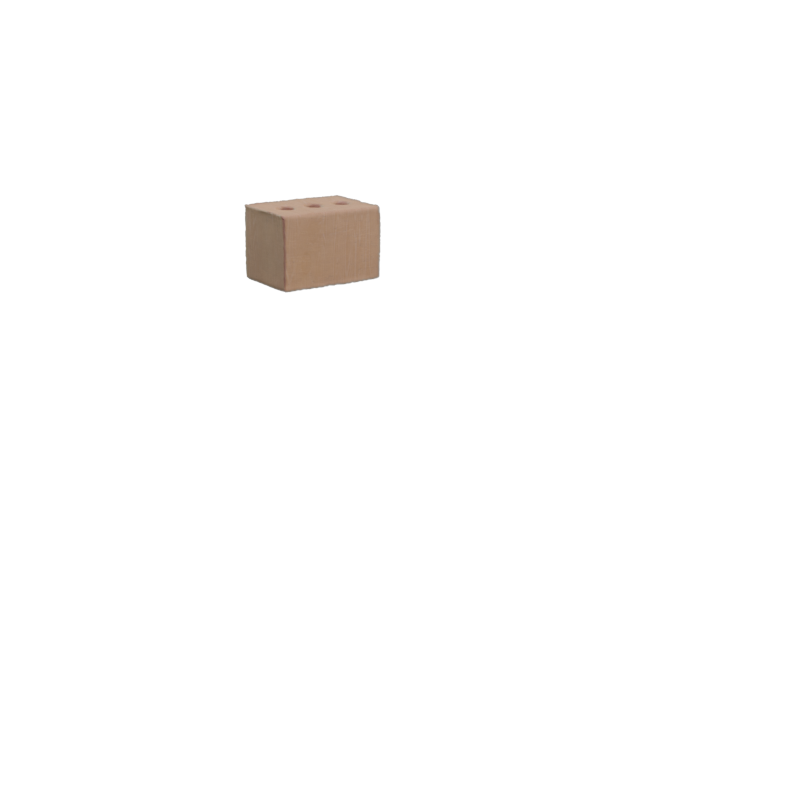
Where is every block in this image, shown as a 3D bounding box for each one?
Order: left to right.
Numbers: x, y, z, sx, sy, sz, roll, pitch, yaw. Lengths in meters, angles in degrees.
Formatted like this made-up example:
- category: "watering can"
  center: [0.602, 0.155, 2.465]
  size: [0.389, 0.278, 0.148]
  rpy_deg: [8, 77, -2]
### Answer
- category: "block"
  center: [-0.058, -0.106, 0.744]
  size: [0.076, 0.050, 0.056]
  rpy_deg: [-11, 19, -34]
